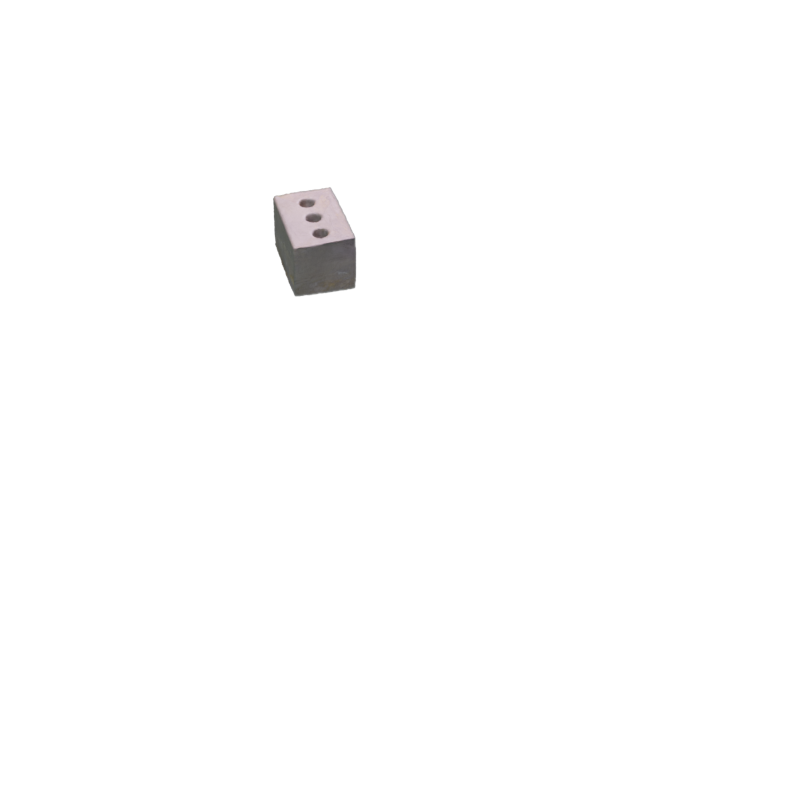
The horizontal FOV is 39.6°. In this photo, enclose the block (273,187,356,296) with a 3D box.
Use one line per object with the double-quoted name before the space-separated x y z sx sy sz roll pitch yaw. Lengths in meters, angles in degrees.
"block" -0.072 -0.131 0.917 0.052 0.048 0.084 -10 42 -14
